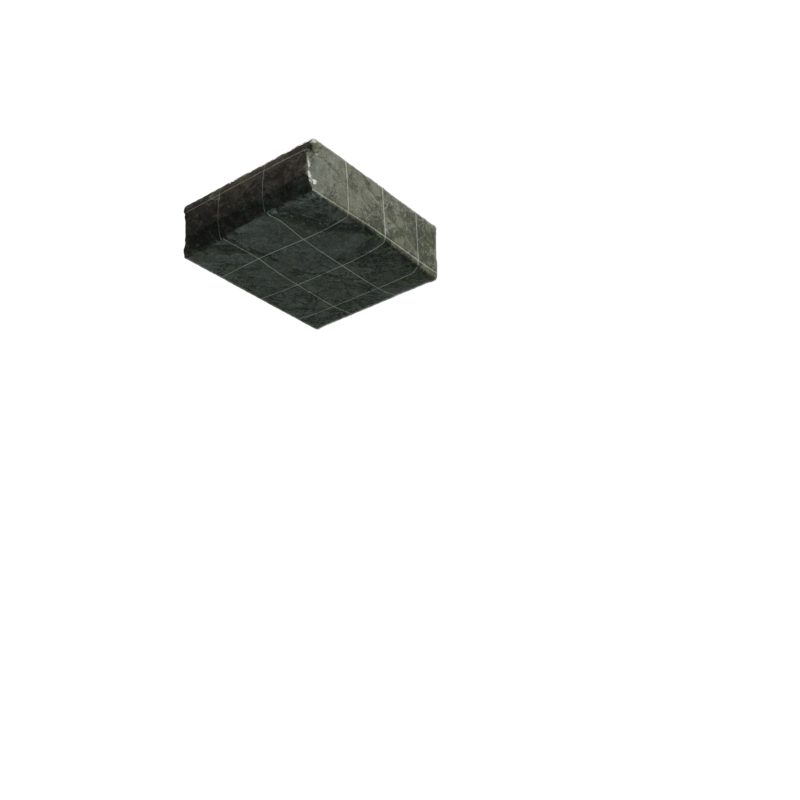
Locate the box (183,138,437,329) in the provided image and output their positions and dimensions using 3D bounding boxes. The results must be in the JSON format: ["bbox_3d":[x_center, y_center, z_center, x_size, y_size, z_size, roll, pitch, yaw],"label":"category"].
[{"bbox_3d":[-0.046,-0.085,0.594,0.090,0.041,0.106,-20,-34,32],"label":"box"}]
